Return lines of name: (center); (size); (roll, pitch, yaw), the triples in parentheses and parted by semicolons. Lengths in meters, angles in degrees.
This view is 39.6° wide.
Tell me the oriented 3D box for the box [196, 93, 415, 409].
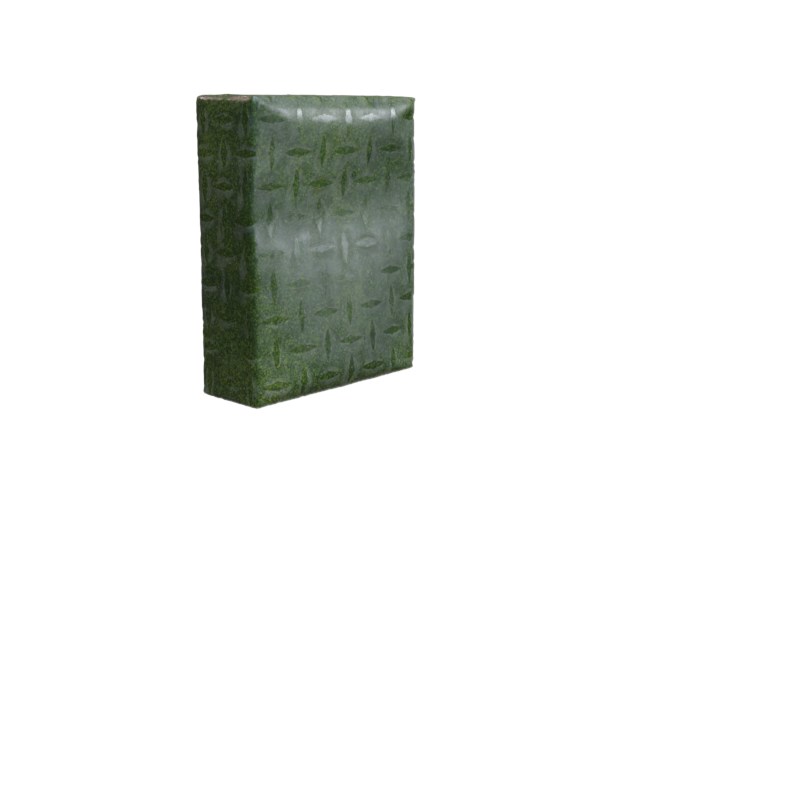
box: (-0.064, -0.116, 0.812); (0.075, 0.210, 0.160); (9, 13, 44)
